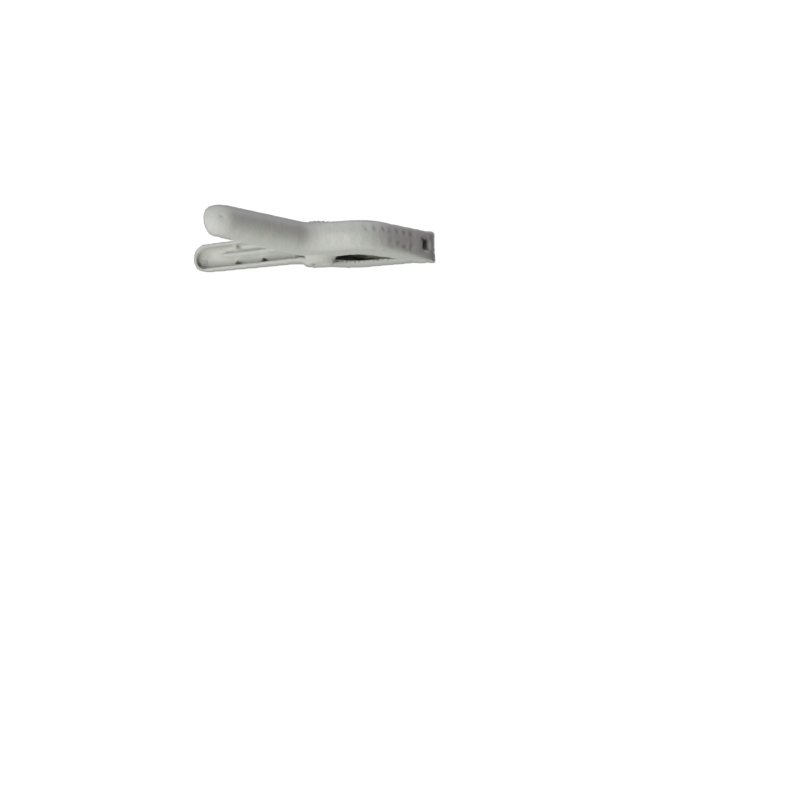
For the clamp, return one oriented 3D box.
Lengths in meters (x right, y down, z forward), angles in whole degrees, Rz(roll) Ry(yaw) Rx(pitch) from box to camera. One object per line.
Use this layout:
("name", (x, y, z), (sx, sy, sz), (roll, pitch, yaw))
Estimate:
("clamp", (-0.073, -0.133, 0.928), (0.209, 0.037, 0.162), (0, -4, -3))
